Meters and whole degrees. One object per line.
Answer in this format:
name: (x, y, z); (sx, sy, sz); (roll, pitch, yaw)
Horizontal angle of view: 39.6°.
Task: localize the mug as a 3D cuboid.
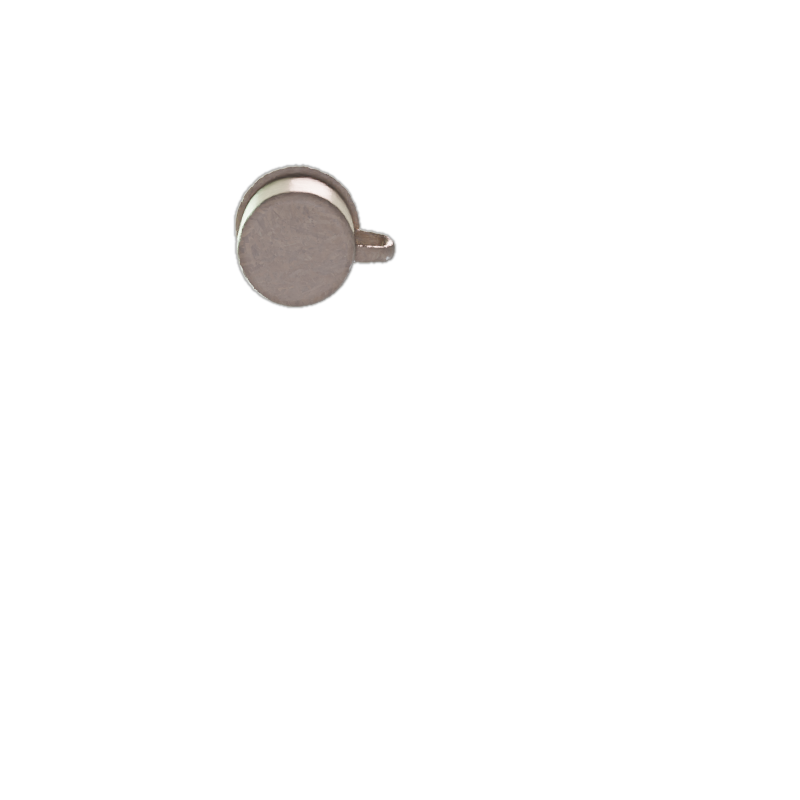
mug: (-0.062, -0.112, 0.787); (0.116, 0.091, 0.084); (9, 16, -4)
